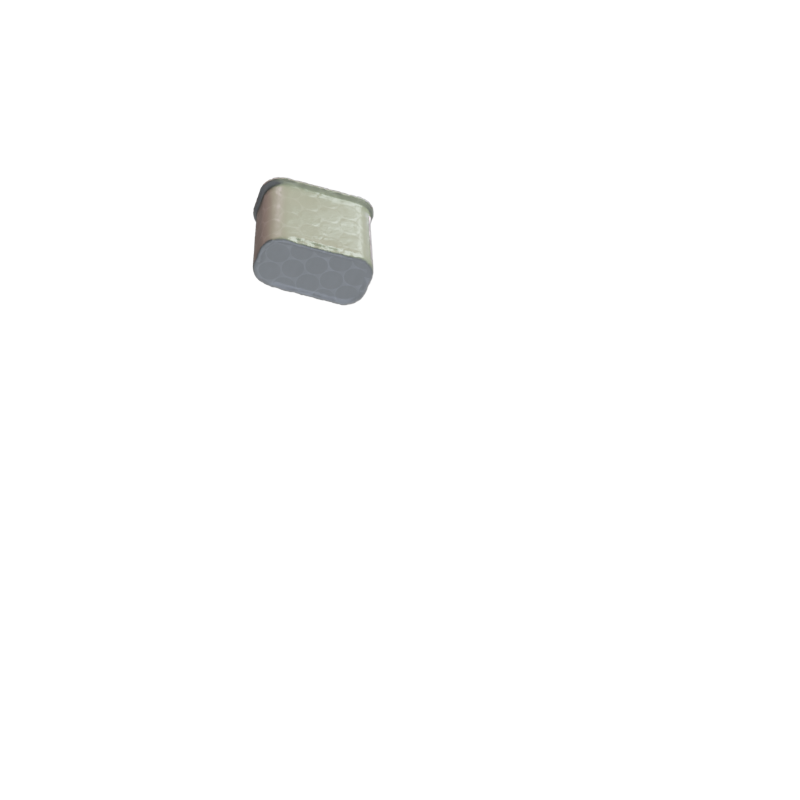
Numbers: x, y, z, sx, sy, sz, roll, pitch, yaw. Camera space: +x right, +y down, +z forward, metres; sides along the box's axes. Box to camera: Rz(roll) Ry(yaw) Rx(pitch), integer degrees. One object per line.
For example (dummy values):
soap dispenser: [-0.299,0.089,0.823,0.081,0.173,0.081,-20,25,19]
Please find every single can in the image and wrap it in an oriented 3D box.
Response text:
can: [-0.073,-0.132,0.928,0.100,0.055,0.090,13,40,-13]
